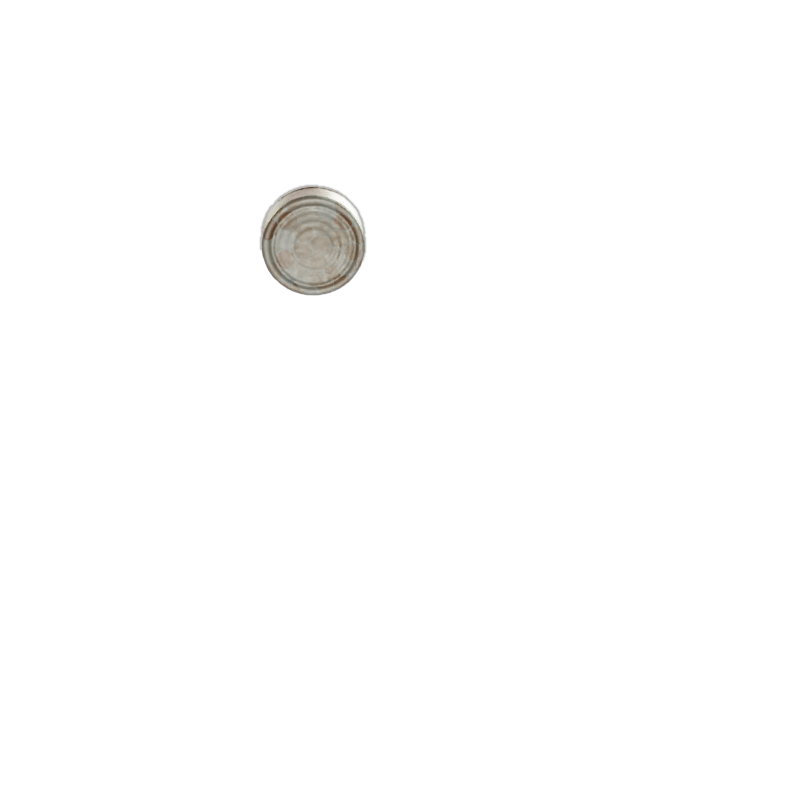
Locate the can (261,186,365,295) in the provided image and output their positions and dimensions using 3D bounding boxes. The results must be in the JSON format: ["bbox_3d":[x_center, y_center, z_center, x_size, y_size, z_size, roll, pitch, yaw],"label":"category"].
[{"bbox_3d":[-0.071,-0.130,0.908,0.086,0.083,0.035,0,18,-1],"label":"can"}]
